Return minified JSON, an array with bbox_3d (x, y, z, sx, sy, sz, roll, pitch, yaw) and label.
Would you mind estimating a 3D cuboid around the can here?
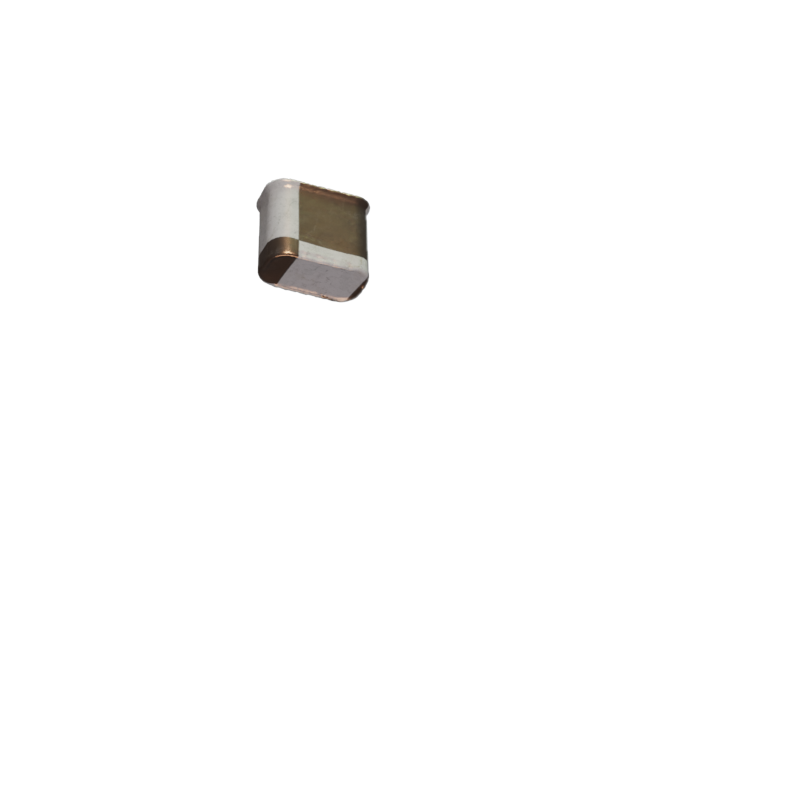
[{"bbox_3d":[-0.078,-0.142,0.994,0.099,0.090,0.055,12,-36,-19],"label":"can"}]
